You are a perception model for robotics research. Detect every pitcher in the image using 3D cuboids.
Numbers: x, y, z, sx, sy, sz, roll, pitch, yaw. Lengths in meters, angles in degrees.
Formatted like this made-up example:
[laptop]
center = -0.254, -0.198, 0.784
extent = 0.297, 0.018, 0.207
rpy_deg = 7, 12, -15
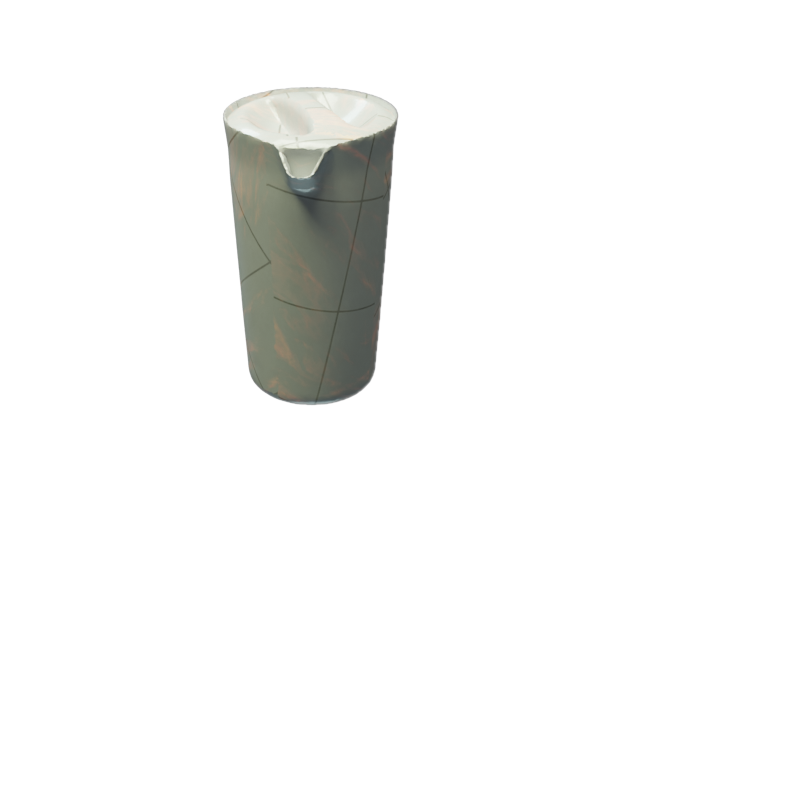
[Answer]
[pitcher]
center = -0.071, -0.129, 0.903
extent = 0.148, 0.229, 0.155
rpy_deg = -23, 37, -38
